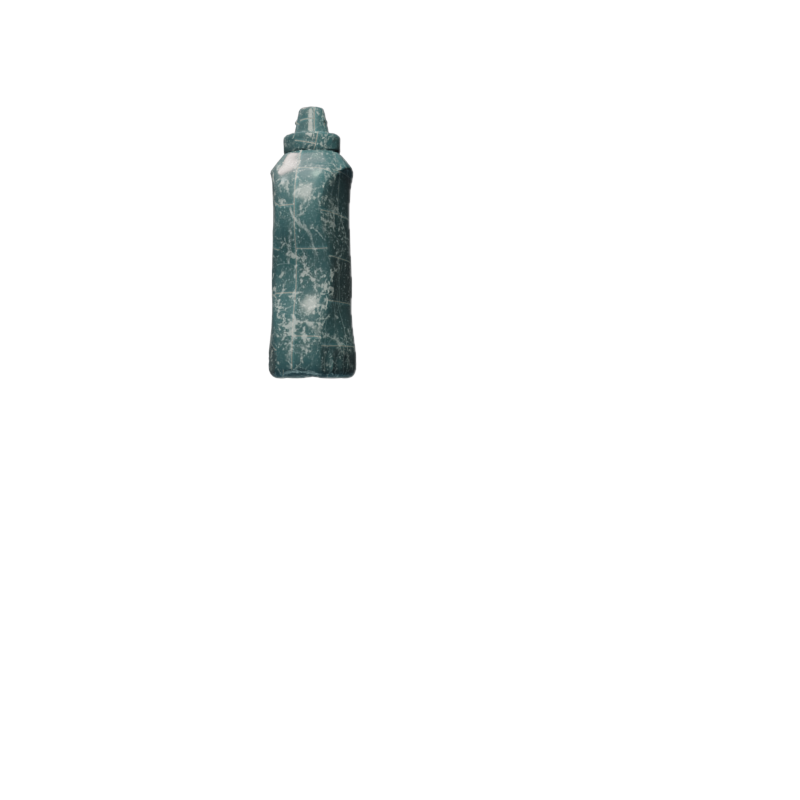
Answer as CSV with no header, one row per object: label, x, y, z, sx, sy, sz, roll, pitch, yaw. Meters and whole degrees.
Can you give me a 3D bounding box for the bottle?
bottle,-0.062,-0.112,0.783,0.059,0.195,0.093,-2,-5,13
